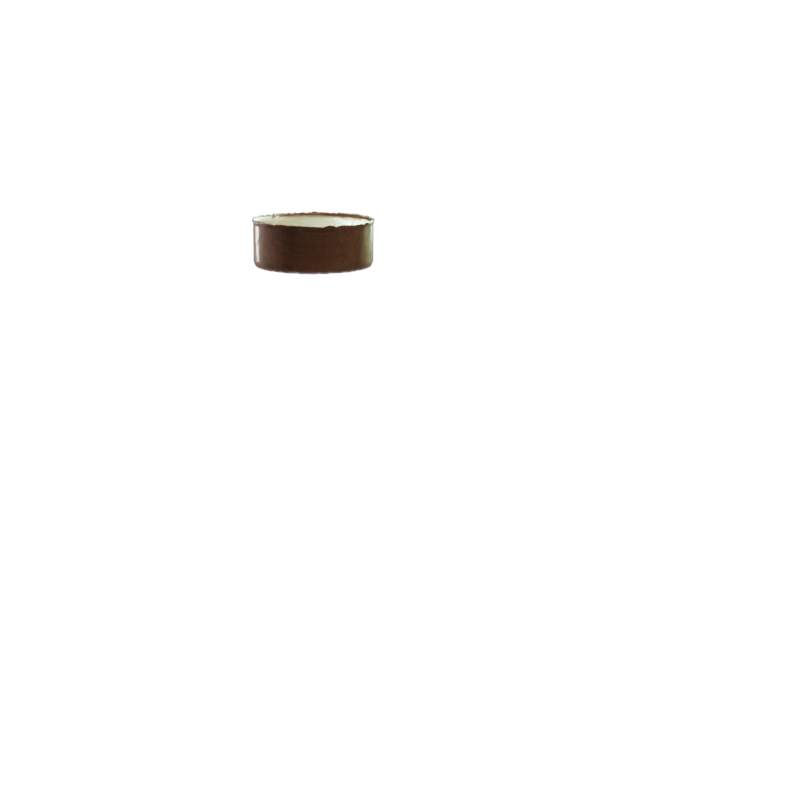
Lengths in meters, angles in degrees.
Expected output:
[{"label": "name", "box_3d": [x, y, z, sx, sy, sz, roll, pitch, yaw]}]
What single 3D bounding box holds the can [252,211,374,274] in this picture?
[{"label": "can", "box_3d": [-0.061, -0.111, 0.778, 0.086, 0.033, 0.088, 0, 15, -2]}]
